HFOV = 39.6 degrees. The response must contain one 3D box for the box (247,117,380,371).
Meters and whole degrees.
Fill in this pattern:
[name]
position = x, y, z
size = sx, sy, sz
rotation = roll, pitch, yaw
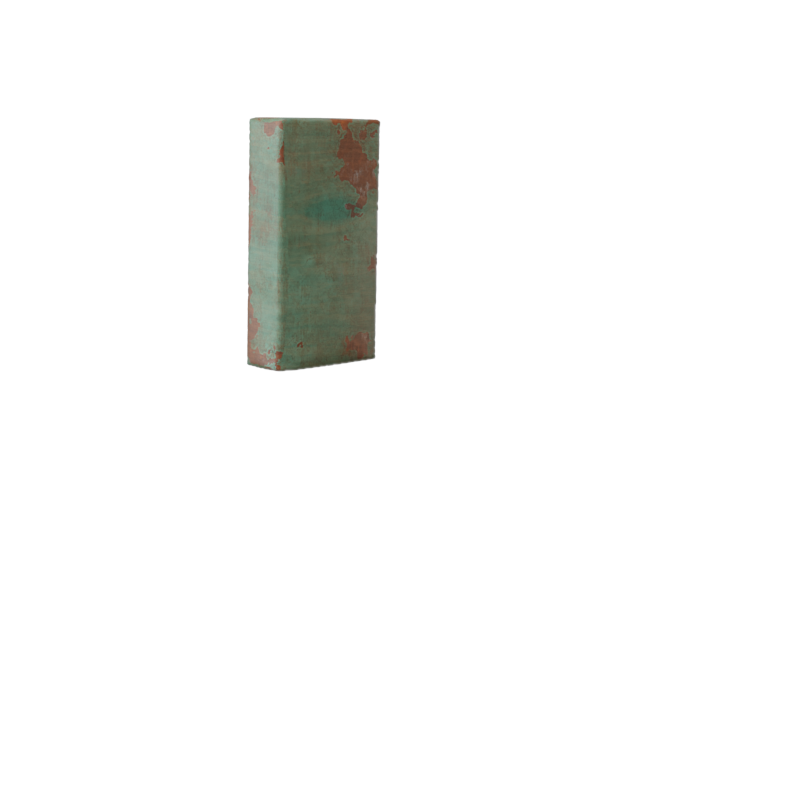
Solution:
[box]
position = -0.062, -0.113, 0.793
size = 0.090, 0.174, 0.050
rotation = -5, 7, -41
